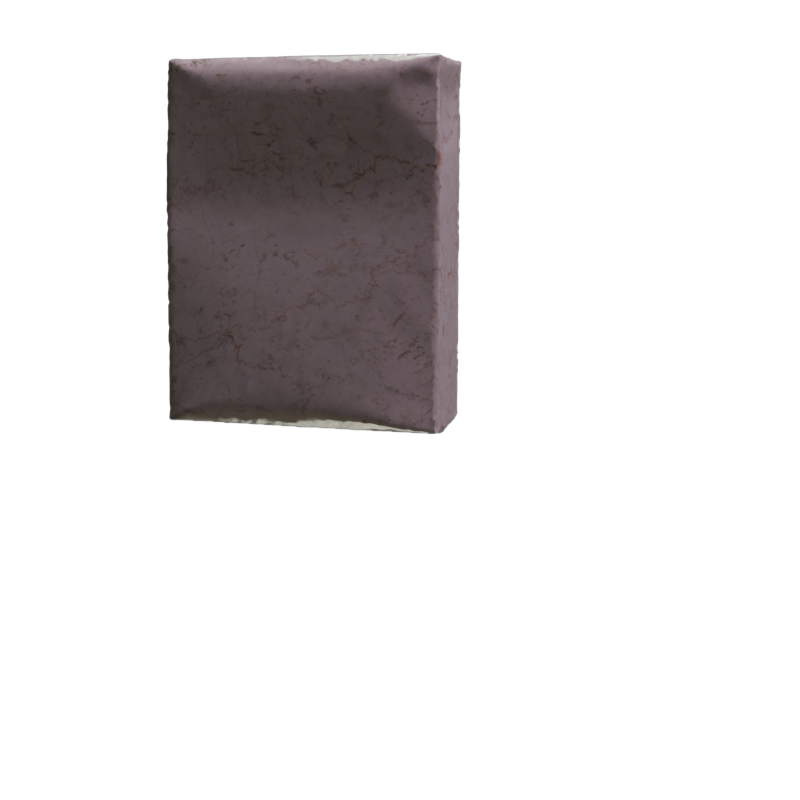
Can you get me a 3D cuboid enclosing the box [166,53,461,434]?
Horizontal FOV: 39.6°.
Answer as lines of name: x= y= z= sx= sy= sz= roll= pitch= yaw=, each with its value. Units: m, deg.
box: x=-0.051 y=-0.093 z=0.649 sx=0.168 sy=0.211 sz=0.071 roll=2 pitch=6 yaw=15
